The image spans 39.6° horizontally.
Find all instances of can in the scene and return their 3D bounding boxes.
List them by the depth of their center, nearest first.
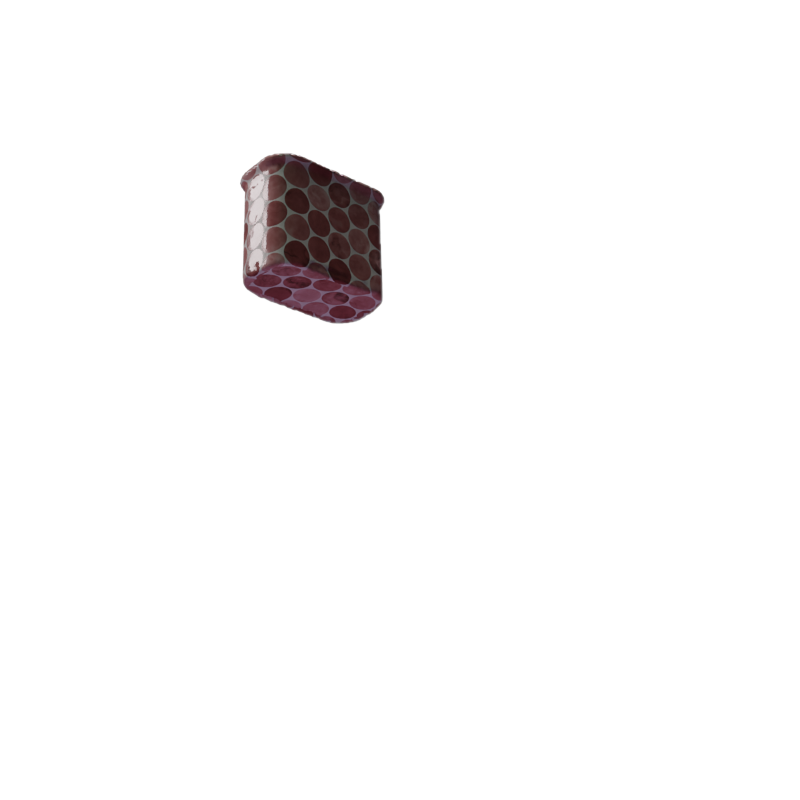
[{"bbox_3d":[-0.059,-0.107,0.751,0.096,0.089,0.057,19,-34,-35],"label":"can"}]
